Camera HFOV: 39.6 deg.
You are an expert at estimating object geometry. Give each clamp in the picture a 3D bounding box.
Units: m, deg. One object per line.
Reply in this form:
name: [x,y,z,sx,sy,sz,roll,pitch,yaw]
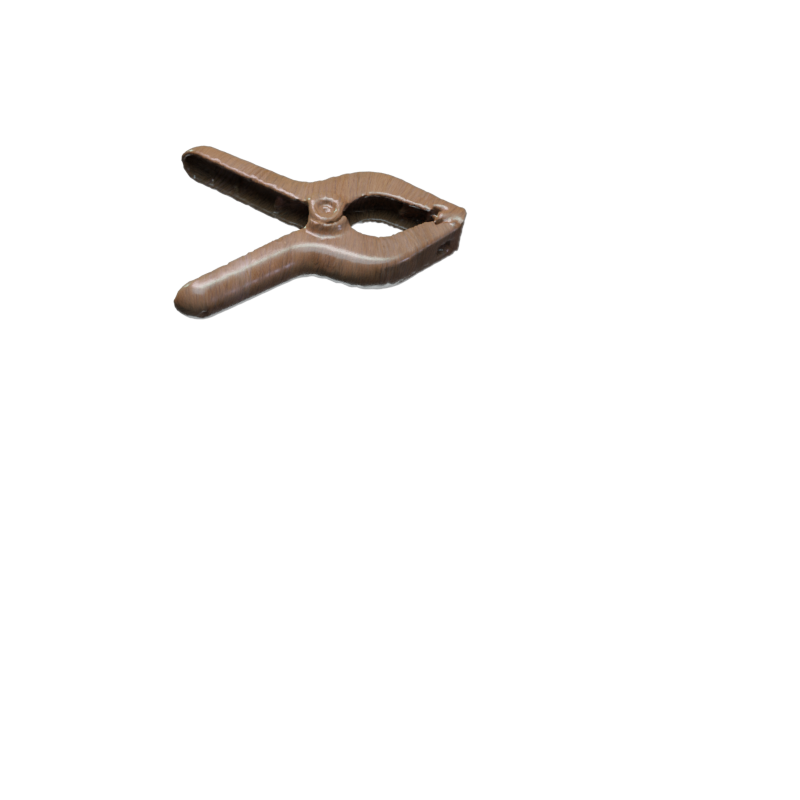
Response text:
clamp: [-0.049,-0.090,0.632,0.172,0.127,0.037,5,-31,3]
